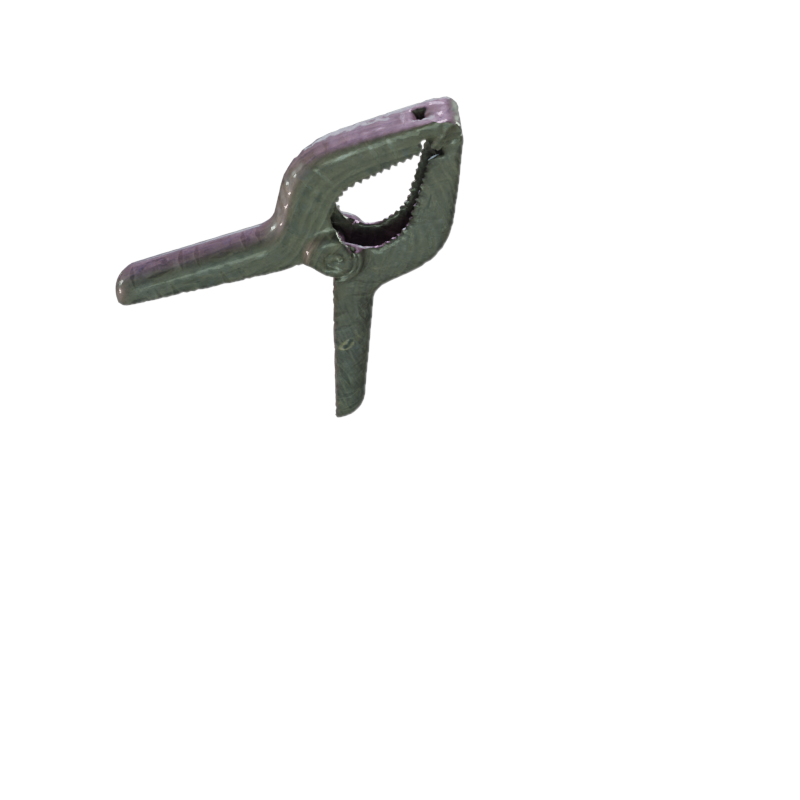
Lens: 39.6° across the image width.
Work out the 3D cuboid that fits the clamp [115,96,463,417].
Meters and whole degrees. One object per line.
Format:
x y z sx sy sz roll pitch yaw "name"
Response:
-0.047 -0.085 0.597 0.158 0.203 0.039 24 36 -19 "clamp"
